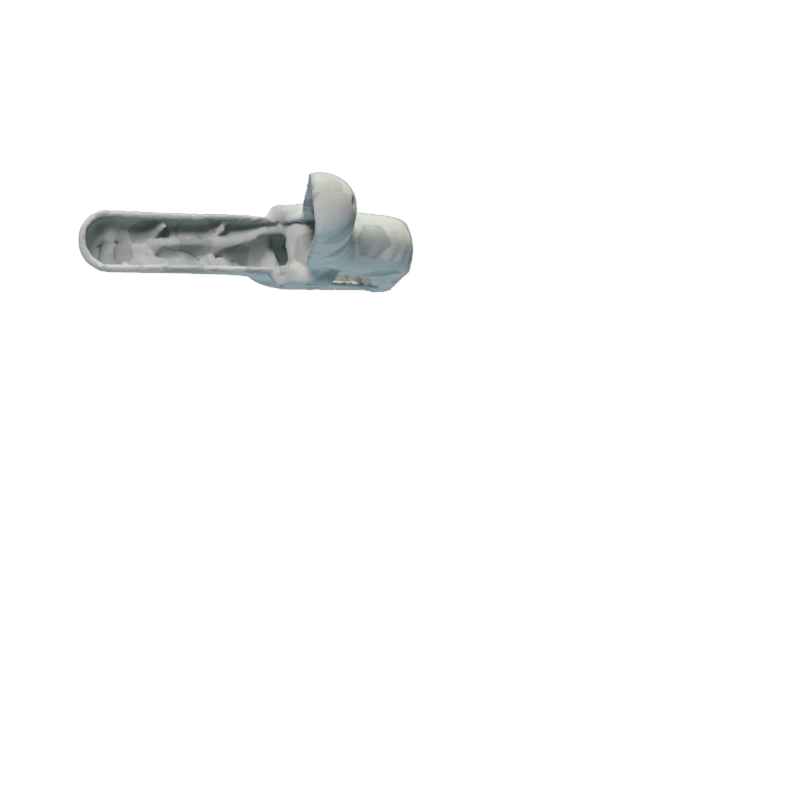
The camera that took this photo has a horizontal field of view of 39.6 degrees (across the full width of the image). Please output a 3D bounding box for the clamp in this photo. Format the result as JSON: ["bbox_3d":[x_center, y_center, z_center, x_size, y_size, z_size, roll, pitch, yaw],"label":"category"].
[{"bbox_3d":[-0.037,-0.068,0.477,0.124,0.039,0.165,2,4,35],"label":"clamp"}]
